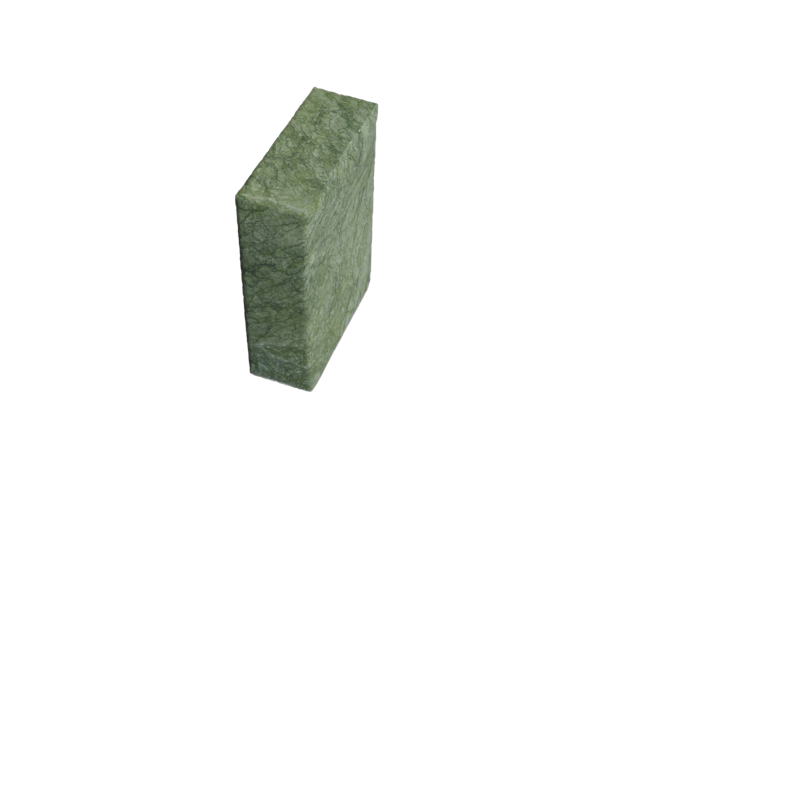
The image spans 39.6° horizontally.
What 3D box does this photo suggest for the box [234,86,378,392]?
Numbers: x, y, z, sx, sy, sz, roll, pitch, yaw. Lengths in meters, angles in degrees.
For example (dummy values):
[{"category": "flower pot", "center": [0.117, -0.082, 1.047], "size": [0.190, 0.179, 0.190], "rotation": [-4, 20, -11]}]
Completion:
[{"category": "box", "center": [-0.077, -0.140, 0.979], "size": [0.074, 0.172, 0.199], "rotation": [16, -42, 11]}]
